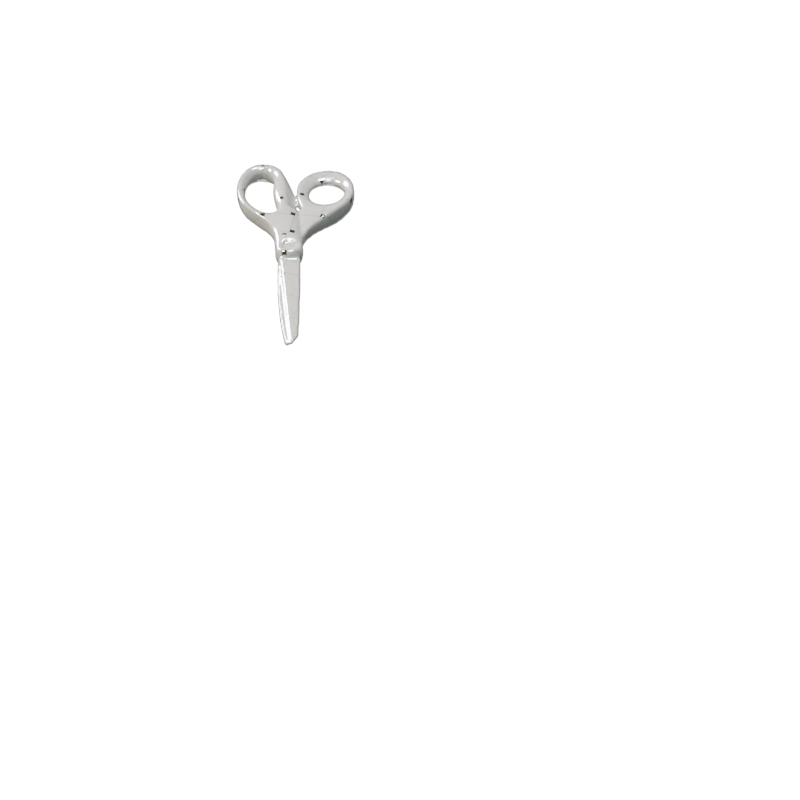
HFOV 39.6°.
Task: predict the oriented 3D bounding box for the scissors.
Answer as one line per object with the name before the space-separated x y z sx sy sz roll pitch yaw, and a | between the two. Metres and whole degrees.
scissors | -0.061 -0.111 0.779 0.095 0.015 0.219 -12 42 -14
